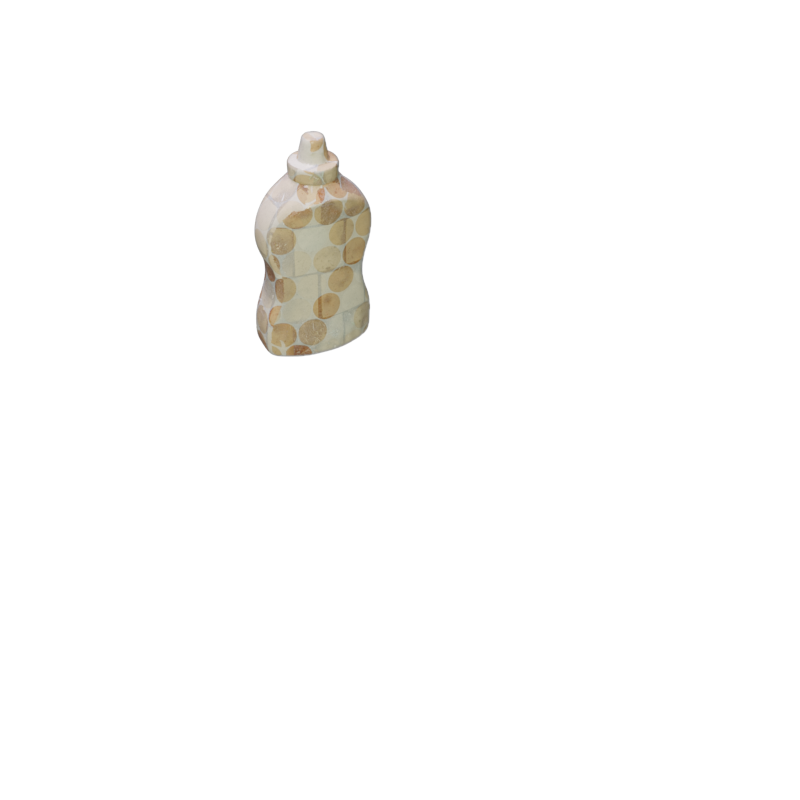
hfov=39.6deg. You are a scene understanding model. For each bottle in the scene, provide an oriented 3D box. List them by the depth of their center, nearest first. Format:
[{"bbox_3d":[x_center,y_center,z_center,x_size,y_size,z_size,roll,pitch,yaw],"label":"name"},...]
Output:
[{"bbox_3d":[-0.071,-0.129,0.904,0.095,0.179,0.063,-13,38,-20],"label":"bottle"}]
